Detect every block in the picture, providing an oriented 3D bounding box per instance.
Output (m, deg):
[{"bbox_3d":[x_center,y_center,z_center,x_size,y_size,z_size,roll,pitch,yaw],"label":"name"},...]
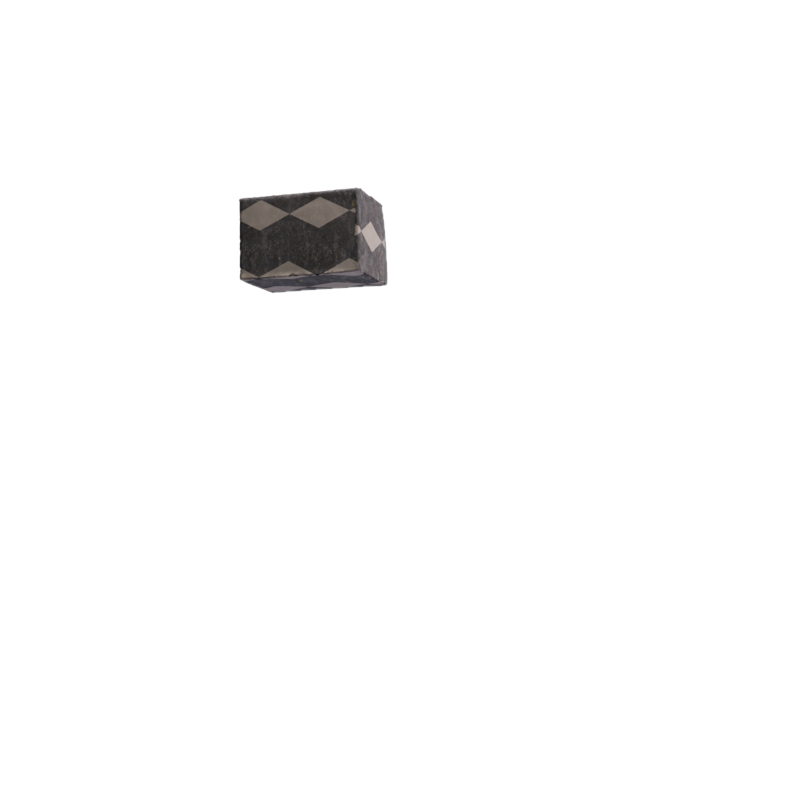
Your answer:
[{"bbox_3d":[-0.052,-0.095,0.667,0.080,0.052,0.050,-2,-8,18],"label":"block"}]
